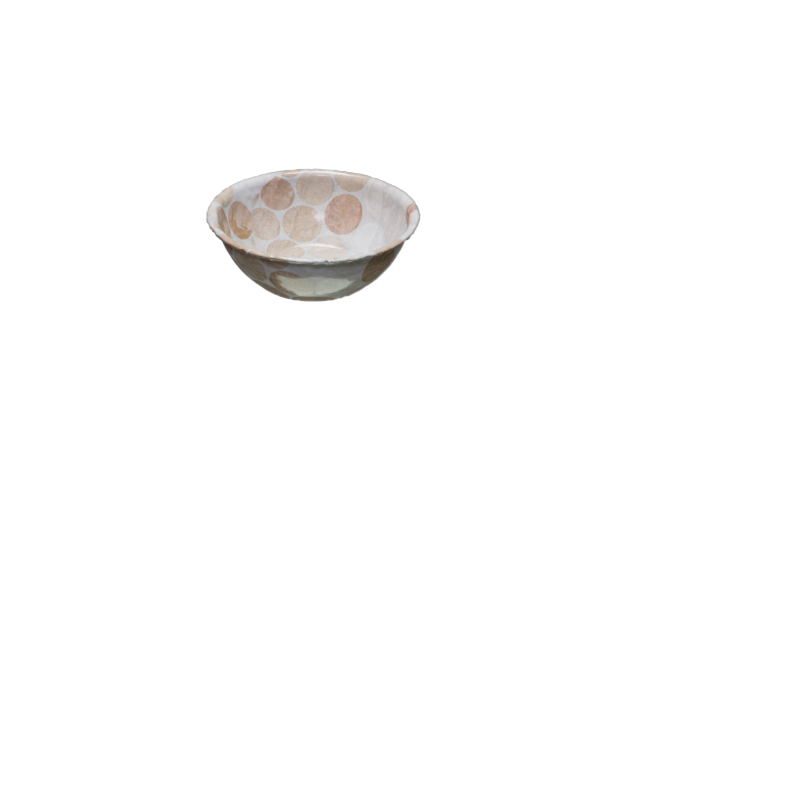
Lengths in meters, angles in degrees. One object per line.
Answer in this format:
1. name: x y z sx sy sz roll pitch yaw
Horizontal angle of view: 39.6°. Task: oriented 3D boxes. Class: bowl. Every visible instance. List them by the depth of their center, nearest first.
1. bowl: -0.066 -0.121 0.849 0.162 0.052 0.172 -1 33 -2
